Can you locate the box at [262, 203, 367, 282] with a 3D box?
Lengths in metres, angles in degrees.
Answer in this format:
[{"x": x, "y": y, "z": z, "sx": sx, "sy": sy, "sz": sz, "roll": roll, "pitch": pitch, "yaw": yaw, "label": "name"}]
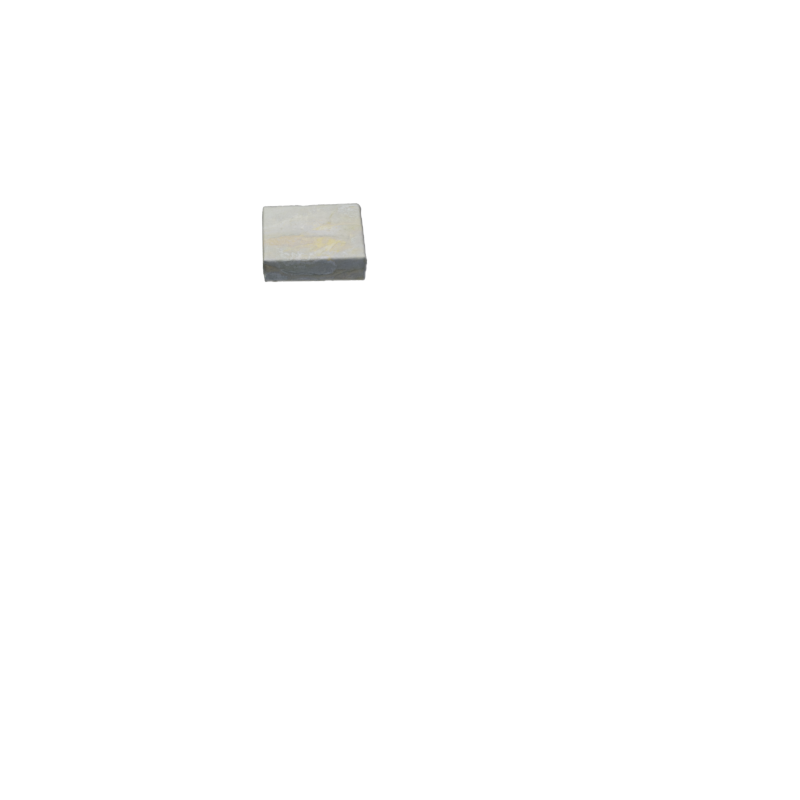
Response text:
[{"x": -0.076, "y": -0.138, "z": 0.968, "sx": 0.089, "sy": 0.079, "sz": 0.028, "roll": -3, "pitch": -45, "yaw": -3, "label": "box"}]
